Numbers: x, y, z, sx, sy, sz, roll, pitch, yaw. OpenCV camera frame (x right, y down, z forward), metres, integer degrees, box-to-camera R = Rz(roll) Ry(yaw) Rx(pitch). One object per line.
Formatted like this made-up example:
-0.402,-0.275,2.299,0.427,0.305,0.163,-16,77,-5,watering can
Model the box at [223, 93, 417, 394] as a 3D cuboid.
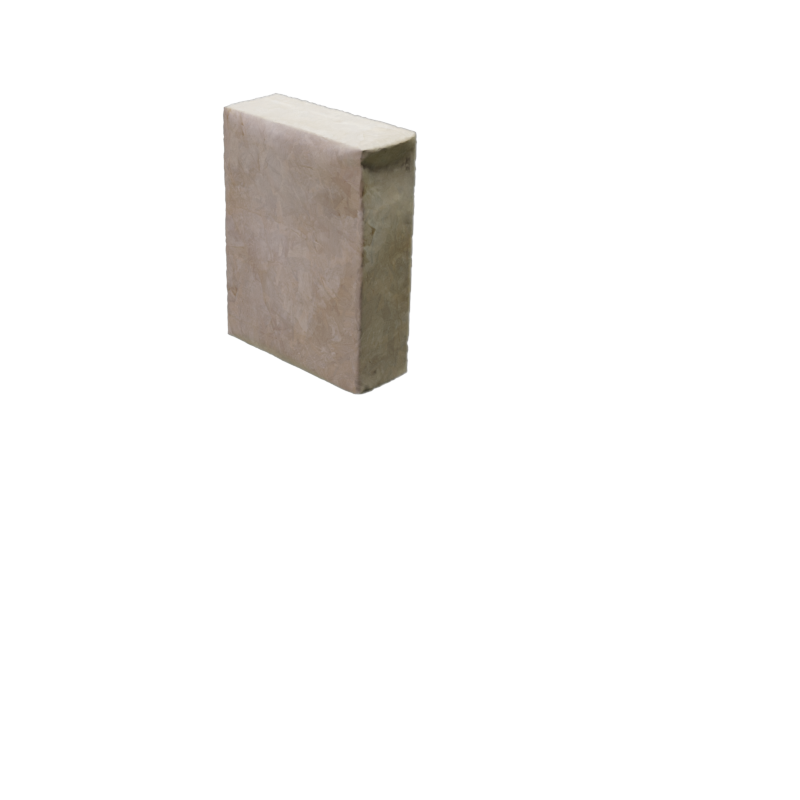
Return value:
-0.072,-0.132,0.922,0.175,0.203,0.071,24,33,38,box
